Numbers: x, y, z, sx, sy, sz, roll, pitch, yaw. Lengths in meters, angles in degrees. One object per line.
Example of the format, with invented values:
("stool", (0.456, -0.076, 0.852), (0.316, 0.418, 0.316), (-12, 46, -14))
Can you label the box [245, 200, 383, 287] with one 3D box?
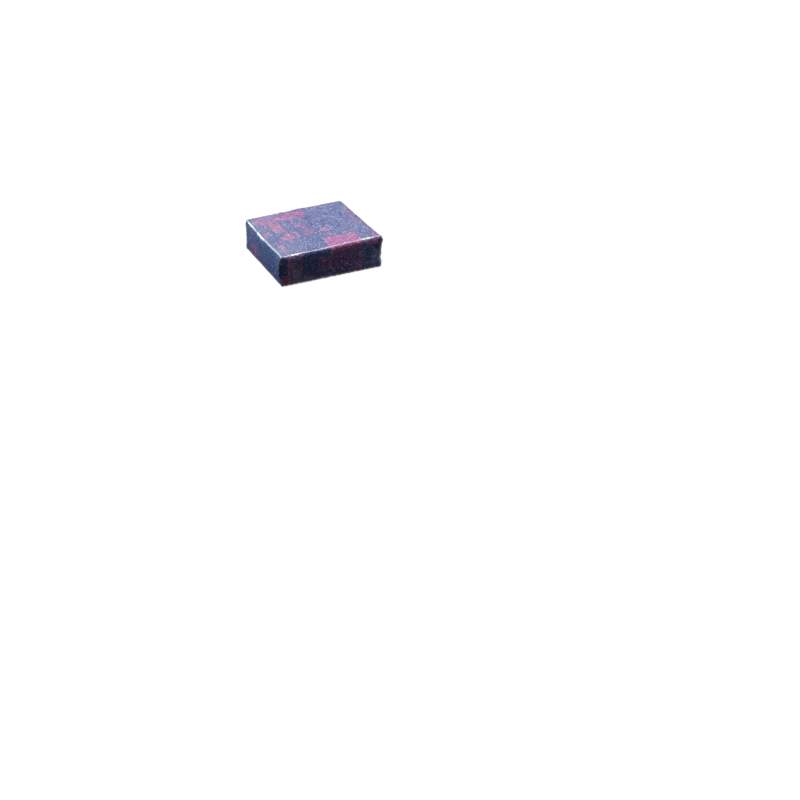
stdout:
("box", (-0.069, -0.126, 0.883), (0.088, 0.028, 0.079), (-15, 36, -22))
